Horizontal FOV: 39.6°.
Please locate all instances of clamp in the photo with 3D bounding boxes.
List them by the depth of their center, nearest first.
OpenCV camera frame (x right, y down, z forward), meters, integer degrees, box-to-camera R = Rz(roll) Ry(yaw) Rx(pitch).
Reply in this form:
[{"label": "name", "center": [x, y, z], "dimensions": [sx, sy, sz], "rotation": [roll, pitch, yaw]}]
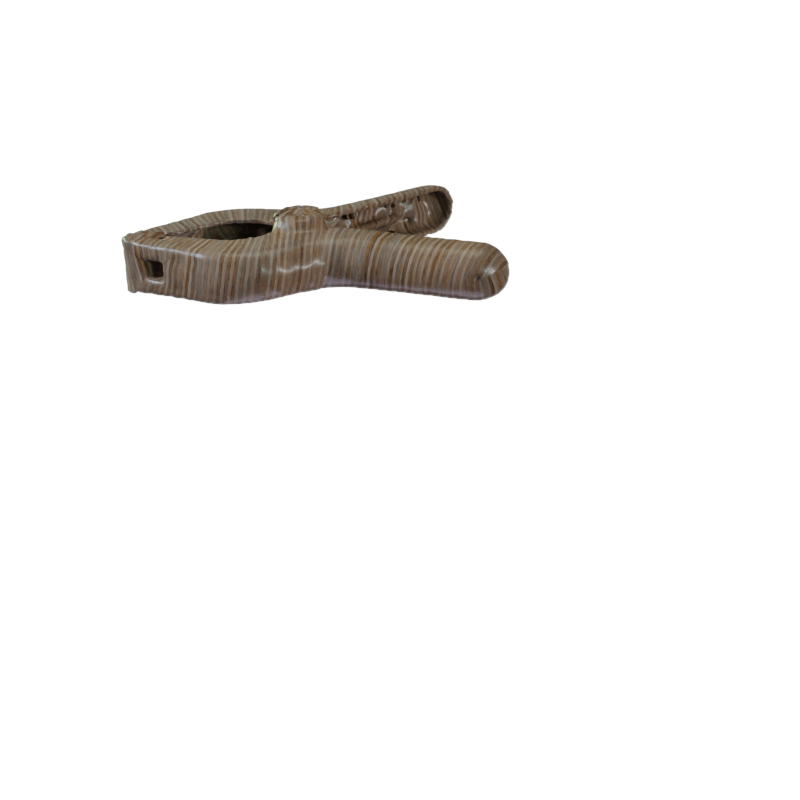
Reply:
[{"label": "clamp", "center": [-0.041, -0.075, 0.525], "dimensions": [0.172, 0.038, 0.124], "rotation": [0, 19, 1]}]
